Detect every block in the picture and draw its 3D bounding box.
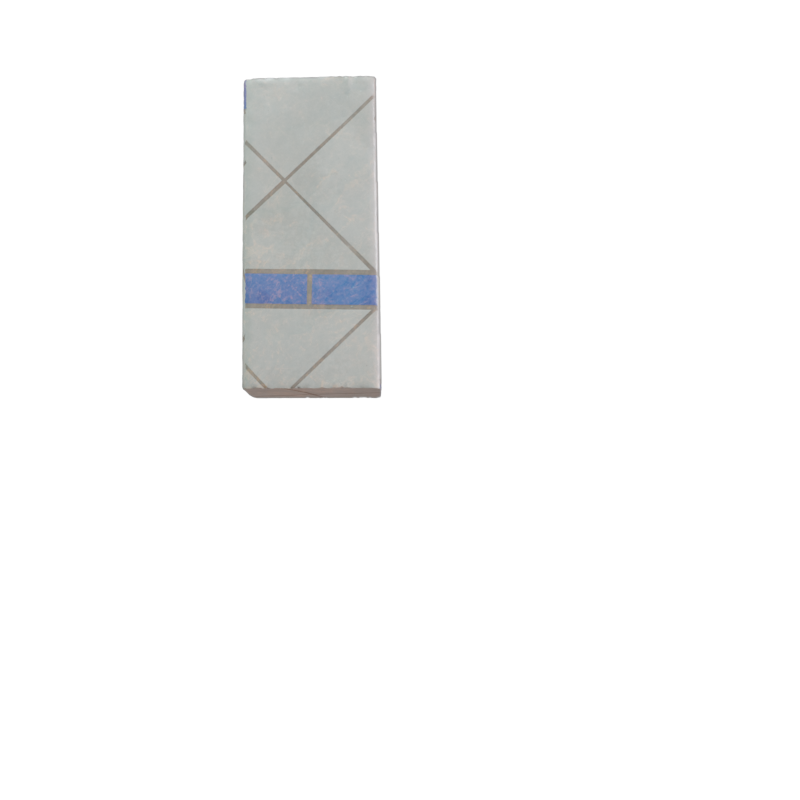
[{"bbox_3d":[-0.060,-0.108,0.757,0.091,0.212,0.088,-1,-11,0],"label":"block"}]
